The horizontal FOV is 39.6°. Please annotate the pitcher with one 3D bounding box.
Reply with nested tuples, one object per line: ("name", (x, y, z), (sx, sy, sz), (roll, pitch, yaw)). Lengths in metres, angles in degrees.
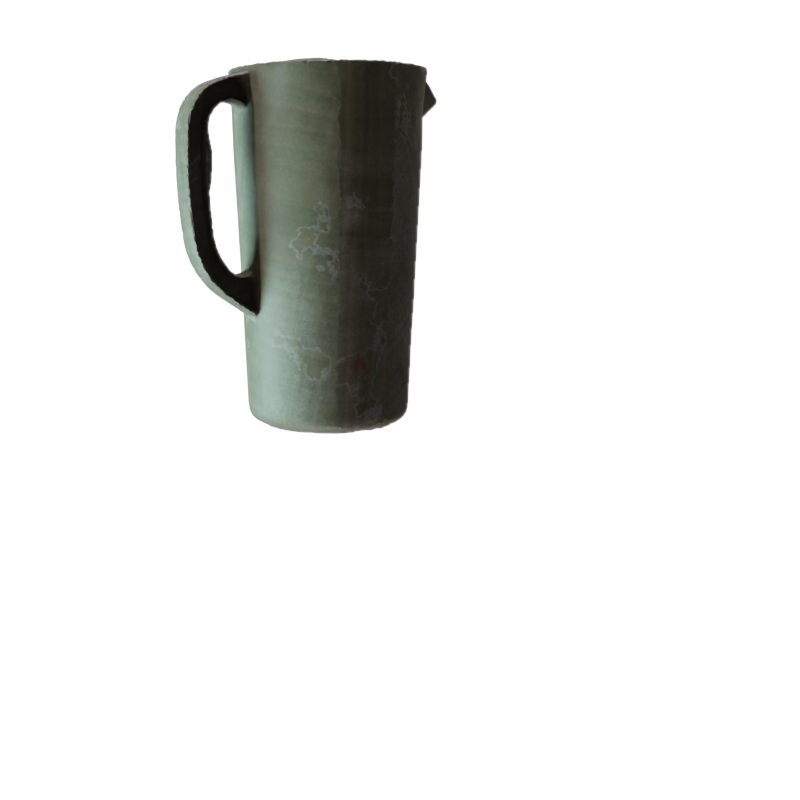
("pitcher", (-0.058, -0.106, 0.742), (0.152, 0.241, 0.144), (1, 5, 13))
